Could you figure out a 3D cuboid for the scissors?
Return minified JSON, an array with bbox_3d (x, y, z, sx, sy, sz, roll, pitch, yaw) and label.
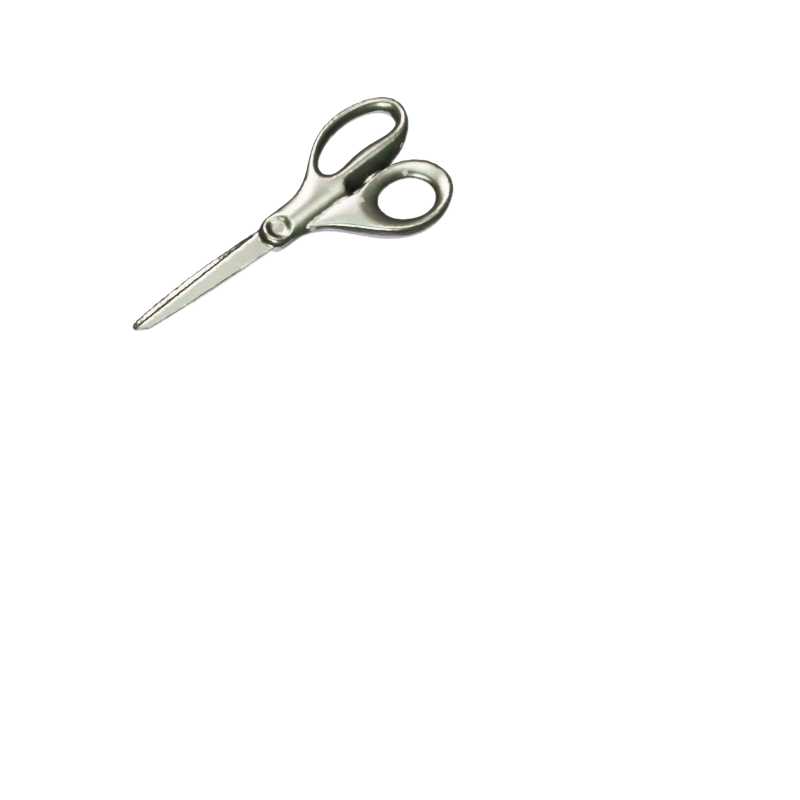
[{"bbox_3d":[-0.049,-0.089,0.623,0.099,0.206,0.015,33,-19,13],"label":"scissors"}]
